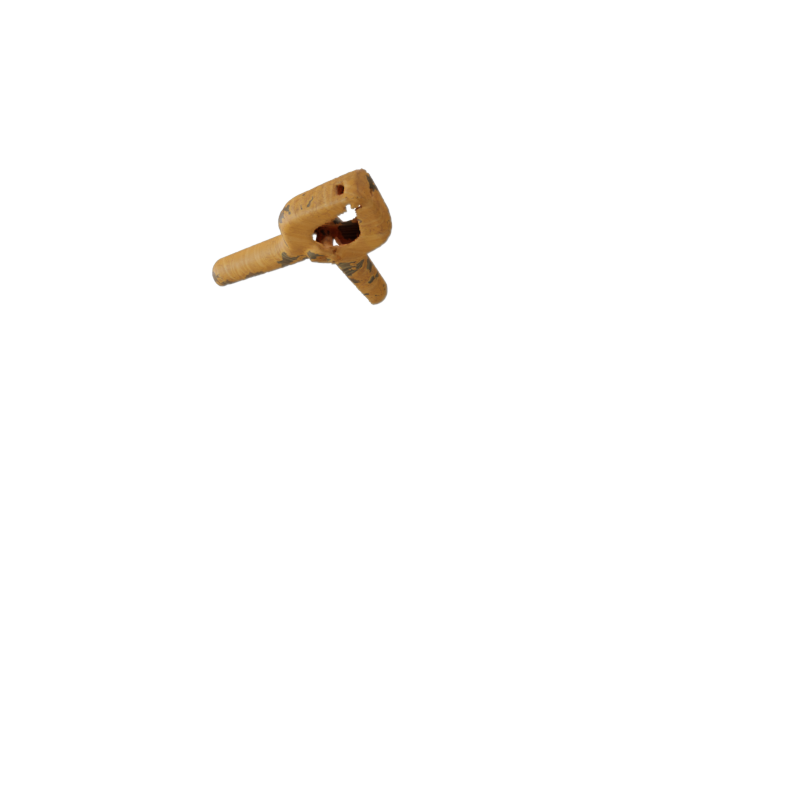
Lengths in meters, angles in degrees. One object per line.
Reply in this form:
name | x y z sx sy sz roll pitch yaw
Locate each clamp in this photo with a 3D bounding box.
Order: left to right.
clamp | -0.074 -0.135 0.948 0.162 0.038 0.202 3 -20 -10
